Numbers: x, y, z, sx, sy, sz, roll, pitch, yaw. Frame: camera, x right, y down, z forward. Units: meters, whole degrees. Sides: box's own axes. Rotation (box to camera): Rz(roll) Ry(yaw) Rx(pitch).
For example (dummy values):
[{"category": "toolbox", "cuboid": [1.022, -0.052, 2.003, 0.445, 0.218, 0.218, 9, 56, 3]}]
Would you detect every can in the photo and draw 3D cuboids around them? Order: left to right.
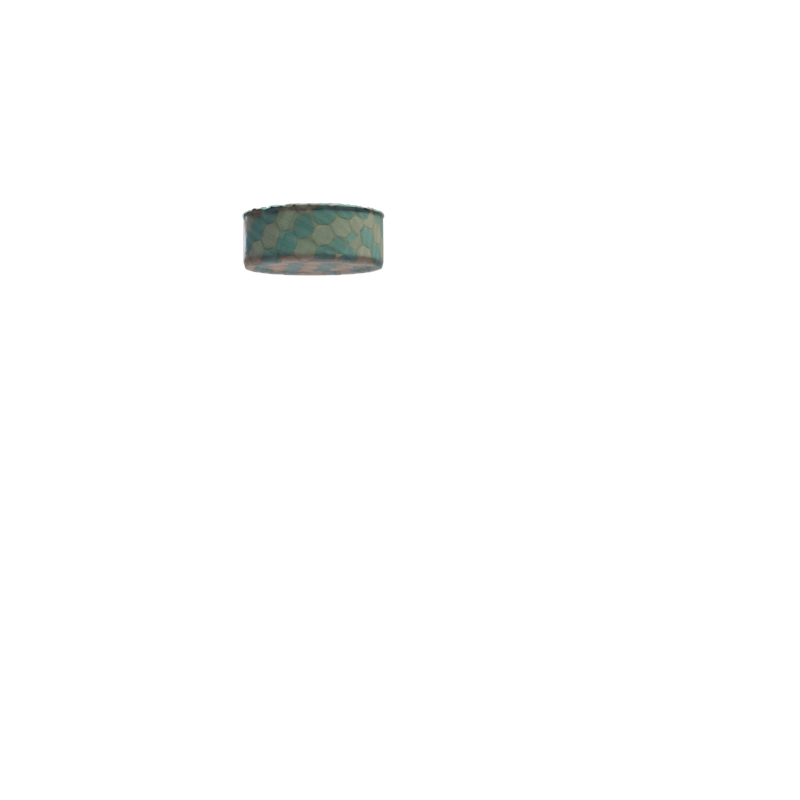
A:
[{"category": "can", "cuboid": [-0.052, -0.095, 0.668, 0.086, 0.034, 0.085, 0, 0, -2]}]
